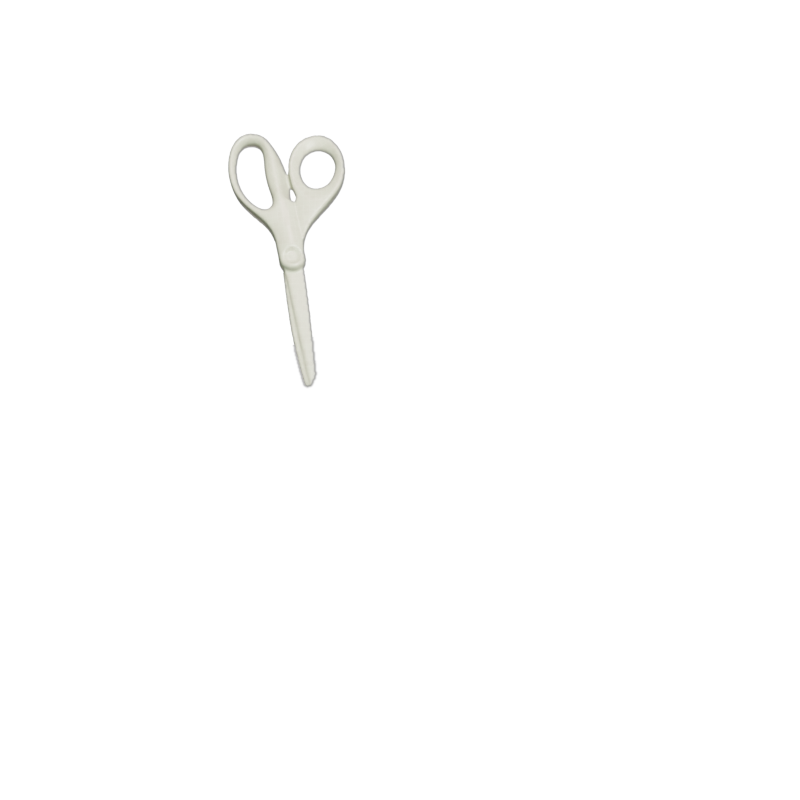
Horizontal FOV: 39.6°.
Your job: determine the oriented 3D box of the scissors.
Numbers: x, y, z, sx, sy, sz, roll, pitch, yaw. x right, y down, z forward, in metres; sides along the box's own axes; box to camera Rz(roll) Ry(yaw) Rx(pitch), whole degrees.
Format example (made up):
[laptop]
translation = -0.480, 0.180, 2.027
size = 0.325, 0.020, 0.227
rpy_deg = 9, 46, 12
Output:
[scissors]
translation = -0.063, -0.116, 0.811
size = 0.096, 0.213, 0.015
rpy_deg = -22, -22, -9
